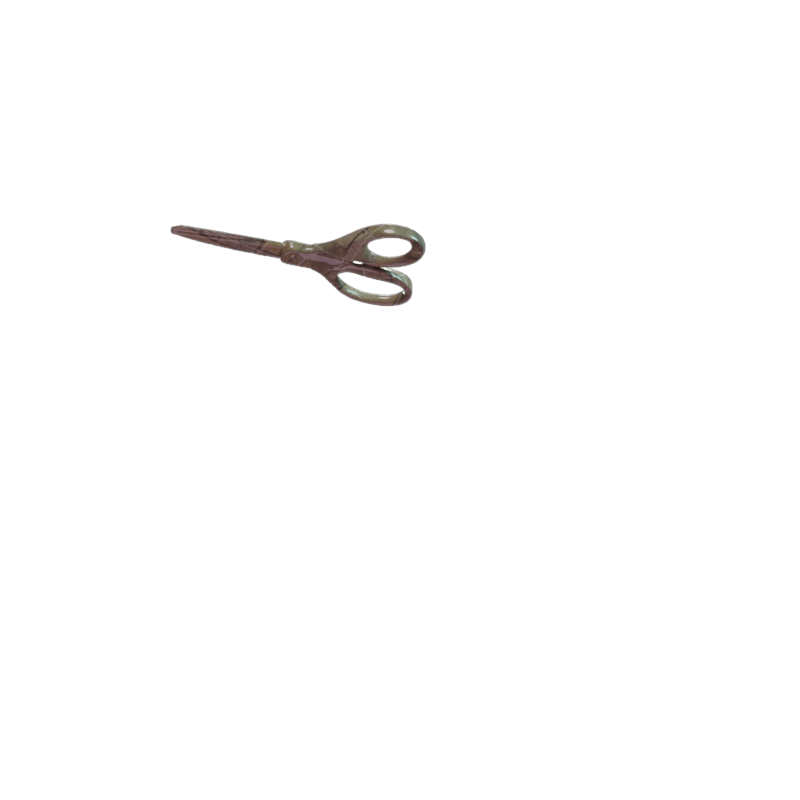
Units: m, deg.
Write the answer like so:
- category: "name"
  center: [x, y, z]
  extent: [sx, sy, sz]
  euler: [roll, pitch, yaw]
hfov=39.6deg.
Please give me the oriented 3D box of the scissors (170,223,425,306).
- category: "scissors"
  center: [-0.067, -0.123, 0.862]
  extent: [0.193, 0.017, 0.094]
  euler: [21, -43, -24]
